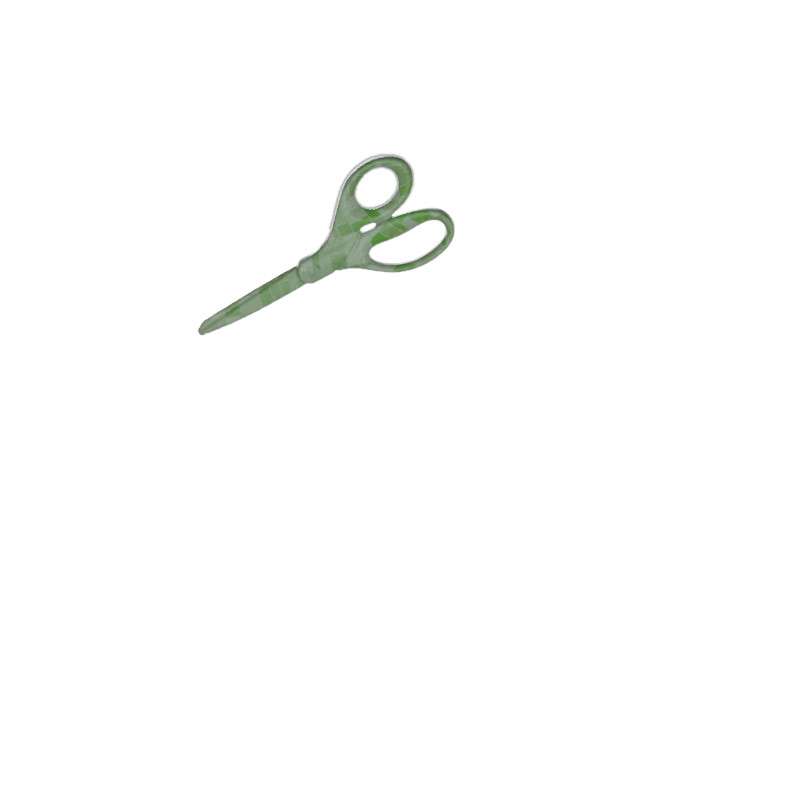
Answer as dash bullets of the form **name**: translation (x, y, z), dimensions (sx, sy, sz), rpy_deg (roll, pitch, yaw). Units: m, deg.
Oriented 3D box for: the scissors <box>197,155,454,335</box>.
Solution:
- **scissors**: translation (-0.063, -0.114, 0.799), dimensions (0.202, 0.092, 0.016), rpy_deg (-14, 18, 5)
